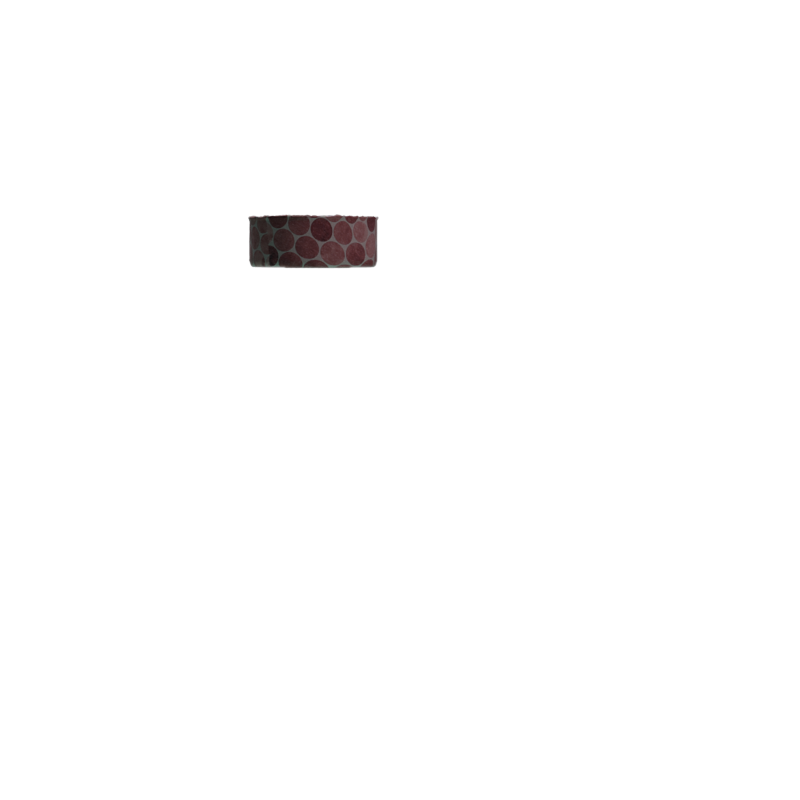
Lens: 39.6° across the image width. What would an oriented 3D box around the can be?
[{"bbox_3d":[-0.057,-0.104,0.730,0.086,0.033,0.087,0,7,-2],"label":"can"}]
